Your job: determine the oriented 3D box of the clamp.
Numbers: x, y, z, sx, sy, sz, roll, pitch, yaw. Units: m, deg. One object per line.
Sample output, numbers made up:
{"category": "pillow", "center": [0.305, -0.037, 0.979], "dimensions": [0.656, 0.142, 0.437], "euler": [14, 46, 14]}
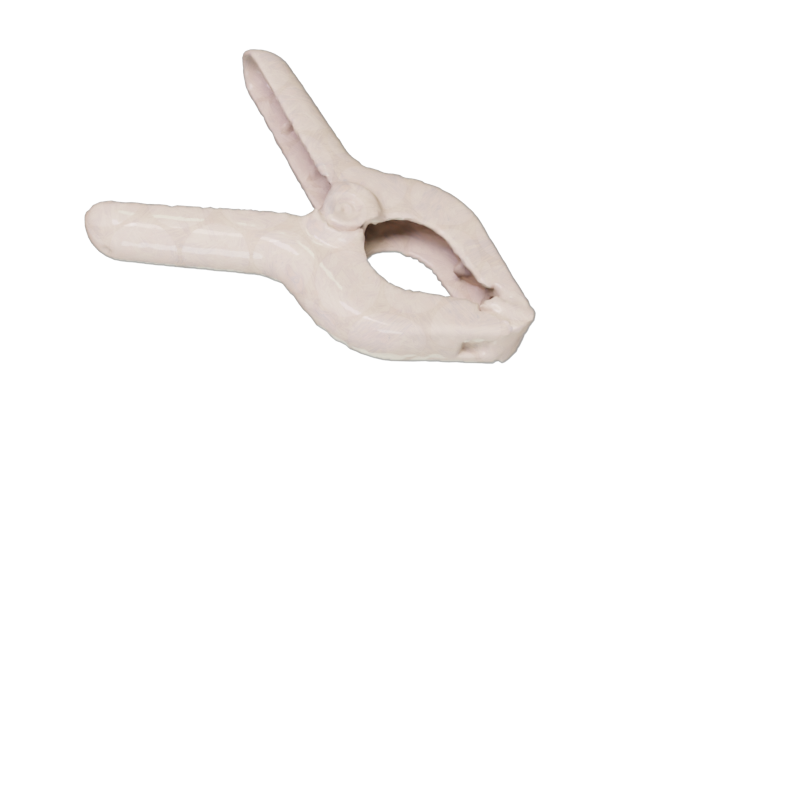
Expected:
{"category": "clamp", "center": [-0.034, -0.062, 0.433], "dimensions": [0.180, 0.122, 0.037], "euler": [37, -23, 19]}
